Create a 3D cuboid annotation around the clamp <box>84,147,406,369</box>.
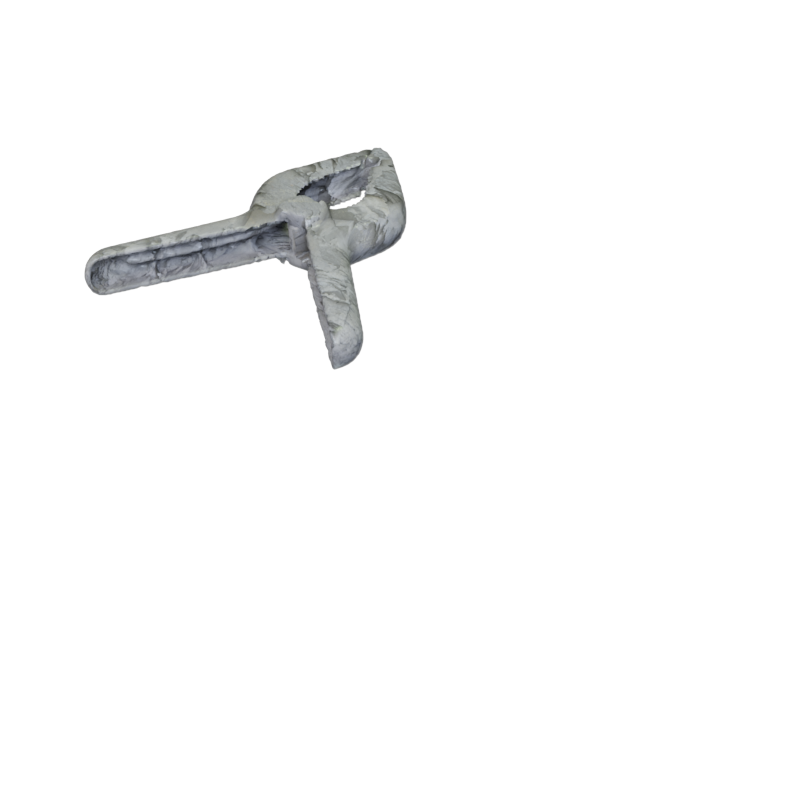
[{"bbox_3d":[-0.049,-0.090,0.630,0.173,0.034,0.212,21,40,28],"label":"clamp"}]
